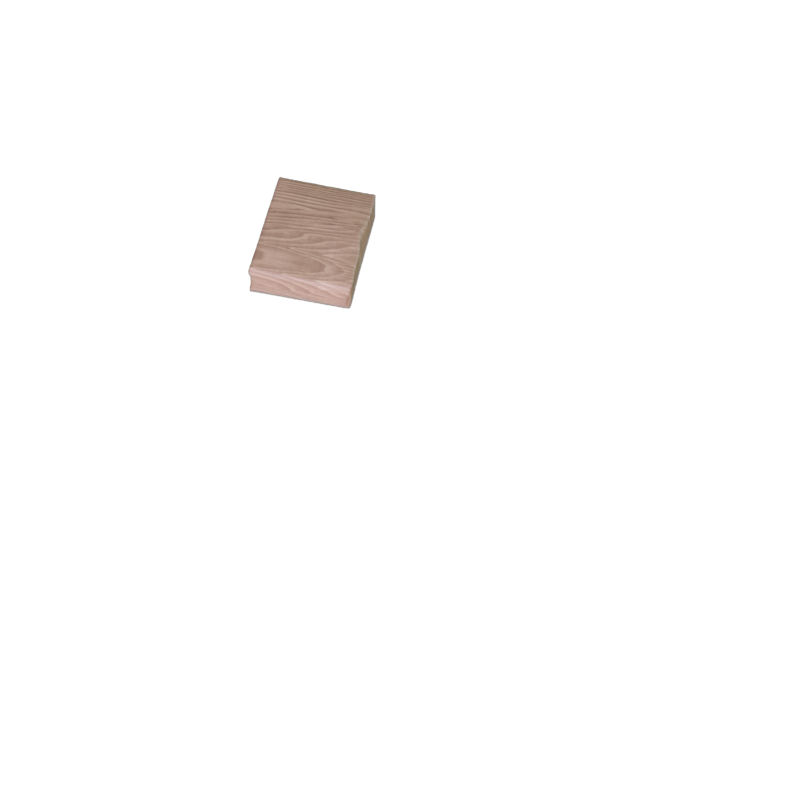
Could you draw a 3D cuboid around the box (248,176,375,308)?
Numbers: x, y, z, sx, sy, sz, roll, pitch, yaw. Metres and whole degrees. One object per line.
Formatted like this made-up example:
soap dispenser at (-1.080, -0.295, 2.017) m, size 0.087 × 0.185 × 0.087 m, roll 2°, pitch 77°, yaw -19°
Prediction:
box at (-0.061, -0.112, 0.785) m, size 0.074 × 0.094 × 0.028 m, roll 10°, pitch -35°, yaw 6°
